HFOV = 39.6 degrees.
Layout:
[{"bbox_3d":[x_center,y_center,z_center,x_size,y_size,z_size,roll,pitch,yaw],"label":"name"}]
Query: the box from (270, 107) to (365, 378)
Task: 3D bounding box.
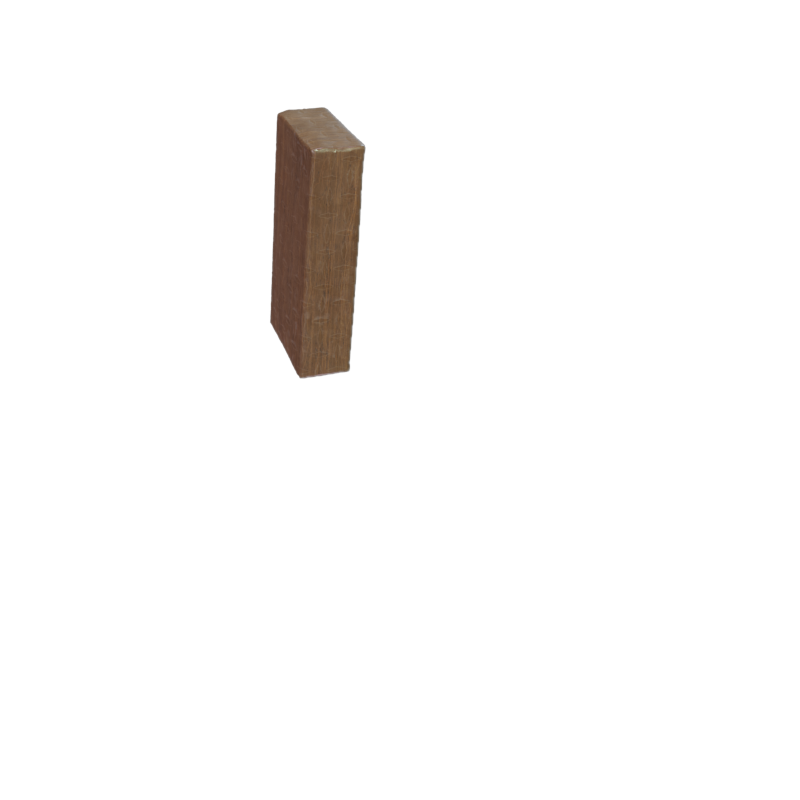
[{"bbox_3d":[-0.063,-0.115,0.805,0.047,0.167,0.100,-7,28,-18],"label":"box"}]
